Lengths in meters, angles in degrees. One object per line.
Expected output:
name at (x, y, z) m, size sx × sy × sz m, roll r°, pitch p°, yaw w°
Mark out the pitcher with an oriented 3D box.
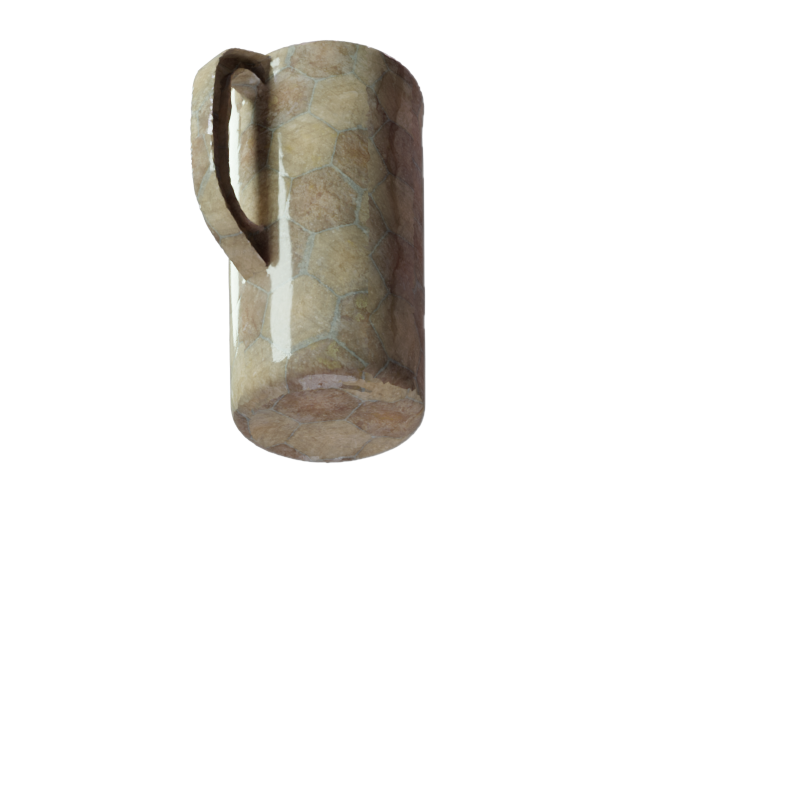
pitcher at (-0.053, -0.096, 0.672) m, size 0.148 × 0.260 × 0.136 m, roll 0°, pitch -34°, yaw -4°
